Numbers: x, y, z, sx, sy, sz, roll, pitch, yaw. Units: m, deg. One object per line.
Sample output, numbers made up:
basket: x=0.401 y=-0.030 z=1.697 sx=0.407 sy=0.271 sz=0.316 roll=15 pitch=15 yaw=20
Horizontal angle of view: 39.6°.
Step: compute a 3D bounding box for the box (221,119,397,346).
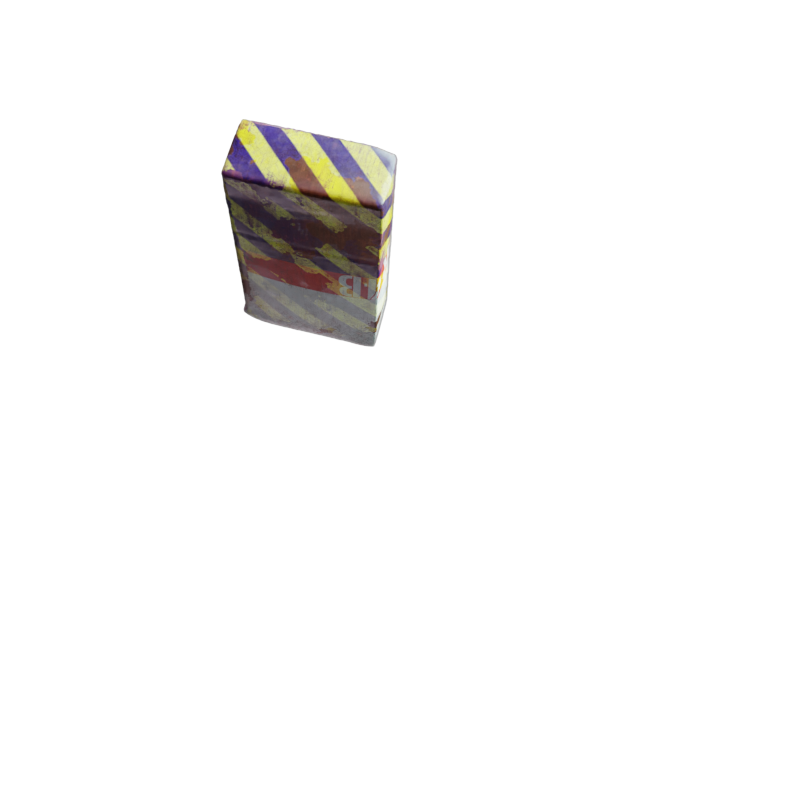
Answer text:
box: x=-0.053 y=-0.097 z=0.676 sx=0.094 sy=0.050 sz=0.166 roll=15 pitch=-26 yaw=4
